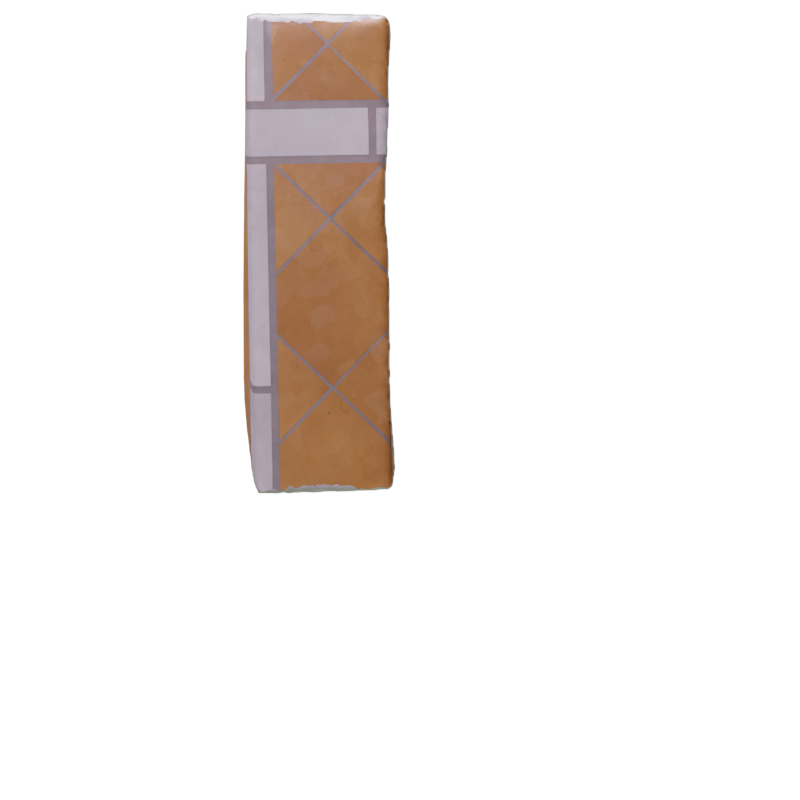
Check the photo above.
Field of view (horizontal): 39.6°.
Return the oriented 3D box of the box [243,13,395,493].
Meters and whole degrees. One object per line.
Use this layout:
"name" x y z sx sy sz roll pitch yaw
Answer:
"box" -0.044 -0.081 0.566 0.071 0.210 0.169 0 9 -7
